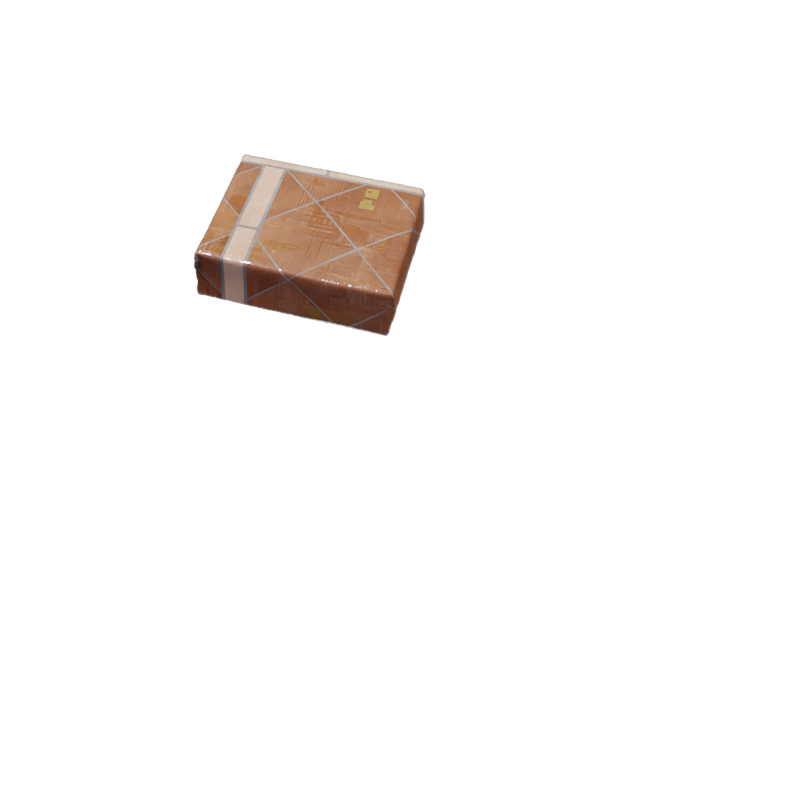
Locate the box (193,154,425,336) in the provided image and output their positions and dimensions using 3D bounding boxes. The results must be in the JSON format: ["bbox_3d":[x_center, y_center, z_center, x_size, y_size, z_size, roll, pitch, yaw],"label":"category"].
[{"bbox_3d":[-0.049,-0.090,0.628,0.115,0.095,0.036,10,-43,9],"label":"box"}]
